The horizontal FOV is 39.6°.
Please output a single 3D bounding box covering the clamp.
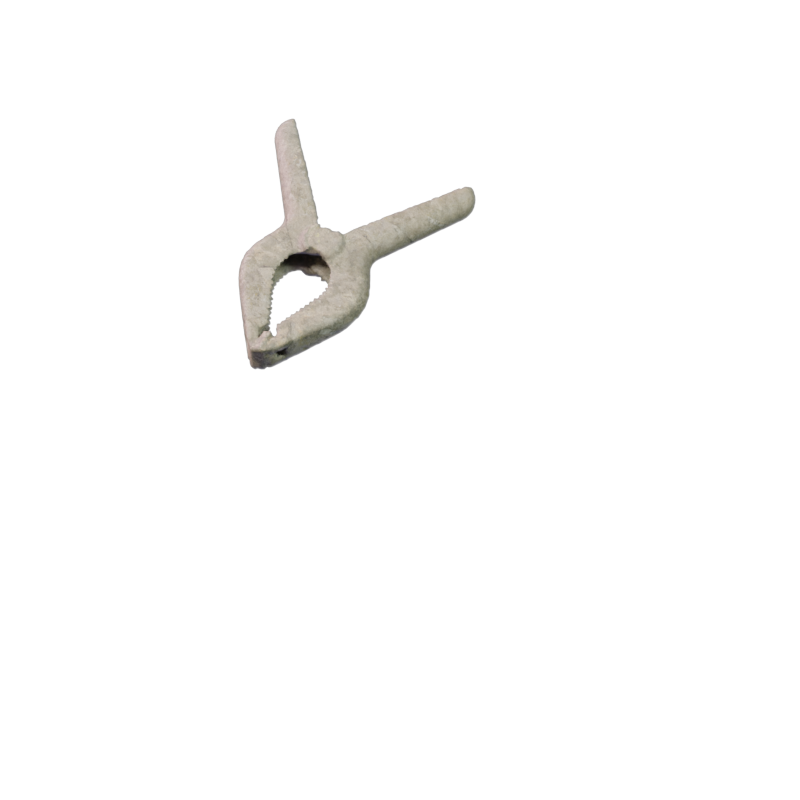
[{"bbox_3d":[-0.063,-0.115,0.808,0.171,0.216,0.034,27,-30,17],"label":"clamp"}]
